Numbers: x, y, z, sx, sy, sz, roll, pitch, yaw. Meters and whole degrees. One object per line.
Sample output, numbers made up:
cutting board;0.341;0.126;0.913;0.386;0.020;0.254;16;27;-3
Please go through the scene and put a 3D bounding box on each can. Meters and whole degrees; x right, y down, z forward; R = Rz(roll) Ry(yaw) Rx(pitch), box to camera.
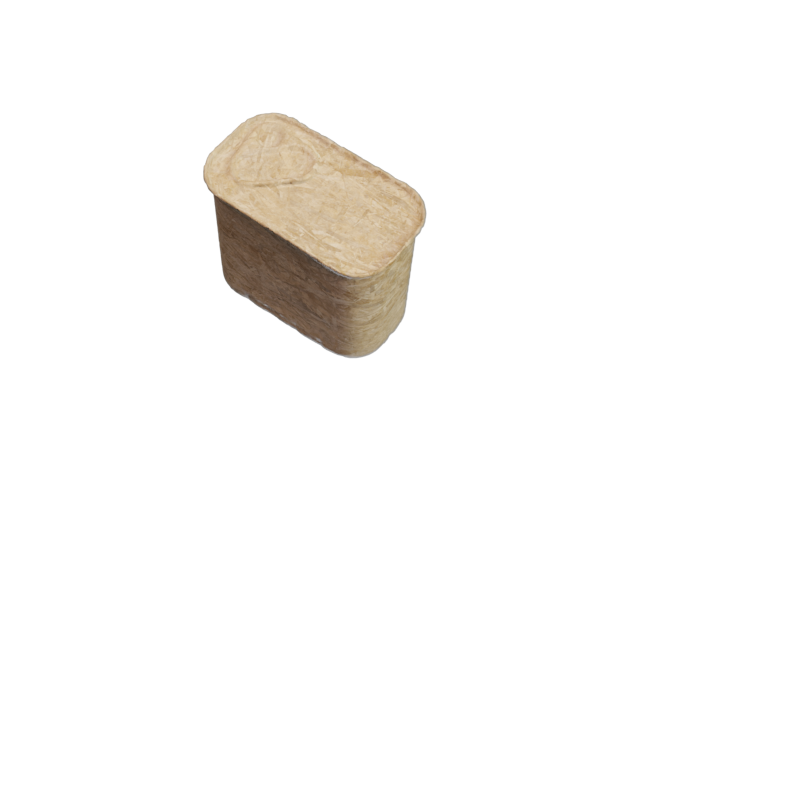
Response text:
can;-0.042;-0.076;0.531;0.106;0.059;0.079;33;-26;17
